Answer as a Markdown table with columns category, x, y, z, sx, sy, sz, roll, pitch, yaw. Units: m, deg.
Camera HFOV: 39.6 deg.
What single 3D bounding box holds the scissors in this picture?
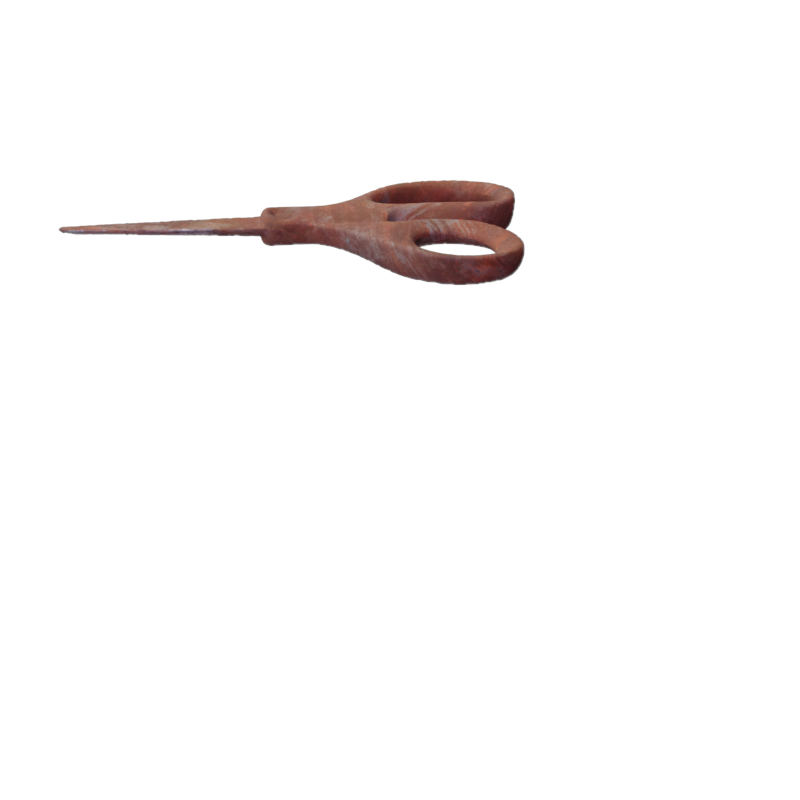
| category | x | y | z | sx | sy | sz | roll | pitch | yaw |
| --- | --- | --- | --- | --- | --- | --- | --- | --- | --- |
| scissors | -0.037 | -0.067 | 0.470 | 0.198 | 0.015 | 0.103 | -11 | 32 | -17 |
